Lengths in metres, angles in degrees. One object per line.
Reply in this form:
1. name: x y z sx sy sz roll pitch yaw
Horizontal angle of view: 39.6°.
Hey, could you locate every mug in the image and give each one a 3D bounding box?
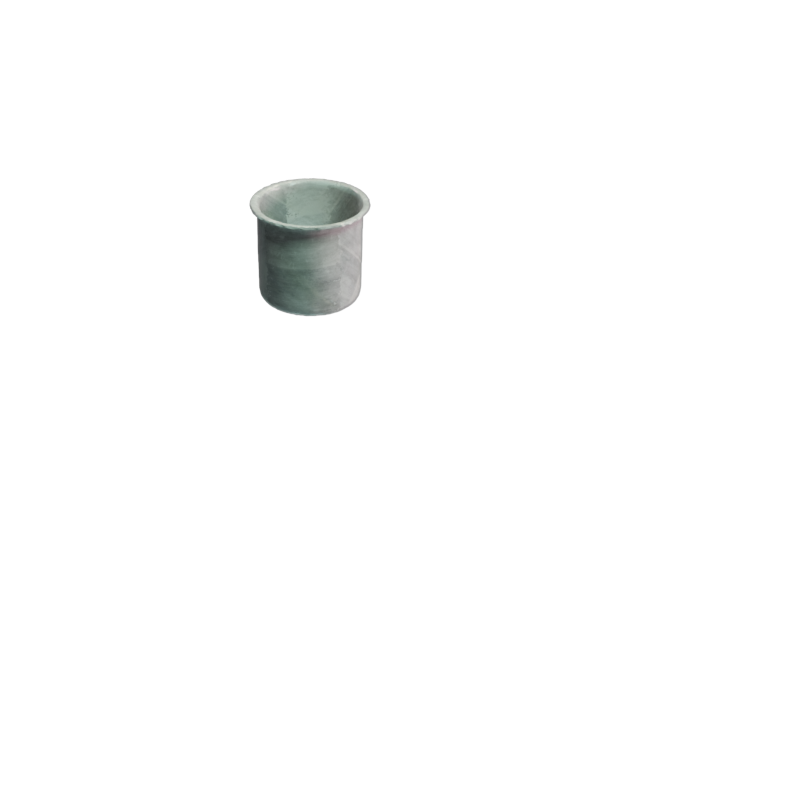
1. mug: -0.069 -0.126 0.880 0.094 0.077 0.123 6 32 8
